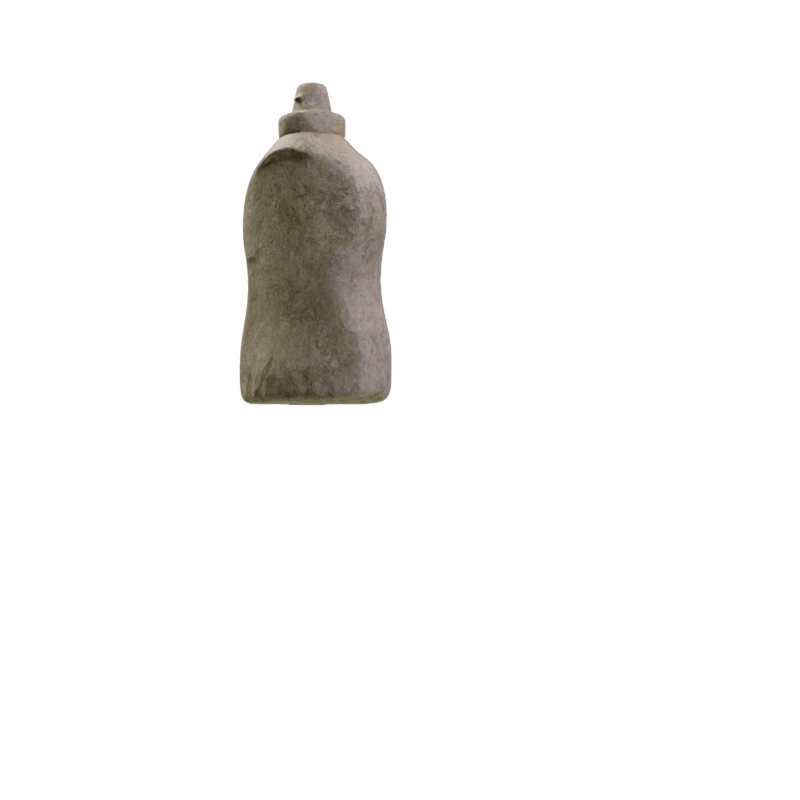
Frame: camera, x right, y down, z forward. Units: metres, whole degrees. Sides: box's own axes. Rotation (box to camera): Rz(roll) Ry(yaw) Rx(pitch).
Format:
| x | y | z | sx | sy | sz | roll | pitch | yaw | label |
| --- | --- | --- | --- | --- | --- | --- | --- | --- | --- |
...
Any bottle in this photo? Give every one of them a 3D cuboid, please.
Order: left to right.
| x | y | z | sx | sy | sz | roll | pitch | yaw | label |
| --- | --- | --- | --- | --- | --- | --- | --- | --- | --- |
| -0.052 | -0.094 | 0.660 | 0.099 | 0.196 | 0.055 | -7 | -11 | 41 | bottle |
